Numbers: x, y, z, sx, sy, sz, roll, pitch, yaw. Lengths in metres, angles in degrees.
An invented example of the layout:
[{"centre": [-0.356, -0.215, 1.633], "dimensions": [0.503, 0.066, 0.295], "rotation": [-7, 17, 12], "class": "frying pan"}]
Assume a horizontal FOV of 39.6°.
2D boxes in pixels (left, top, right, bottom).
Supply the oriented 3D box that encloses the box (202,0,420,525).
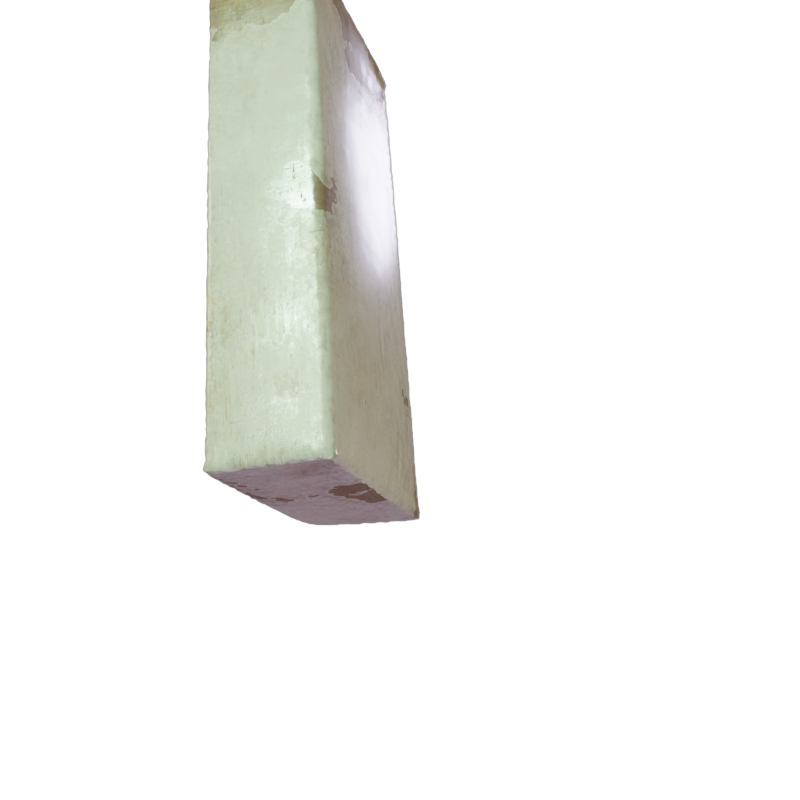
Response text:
[{"centre": [-0.029, -0.054, 0.376], "dimensions": [0.049, 0.186, 0.087], "rotation": [-8, -23, 15], "class": "box"}]
